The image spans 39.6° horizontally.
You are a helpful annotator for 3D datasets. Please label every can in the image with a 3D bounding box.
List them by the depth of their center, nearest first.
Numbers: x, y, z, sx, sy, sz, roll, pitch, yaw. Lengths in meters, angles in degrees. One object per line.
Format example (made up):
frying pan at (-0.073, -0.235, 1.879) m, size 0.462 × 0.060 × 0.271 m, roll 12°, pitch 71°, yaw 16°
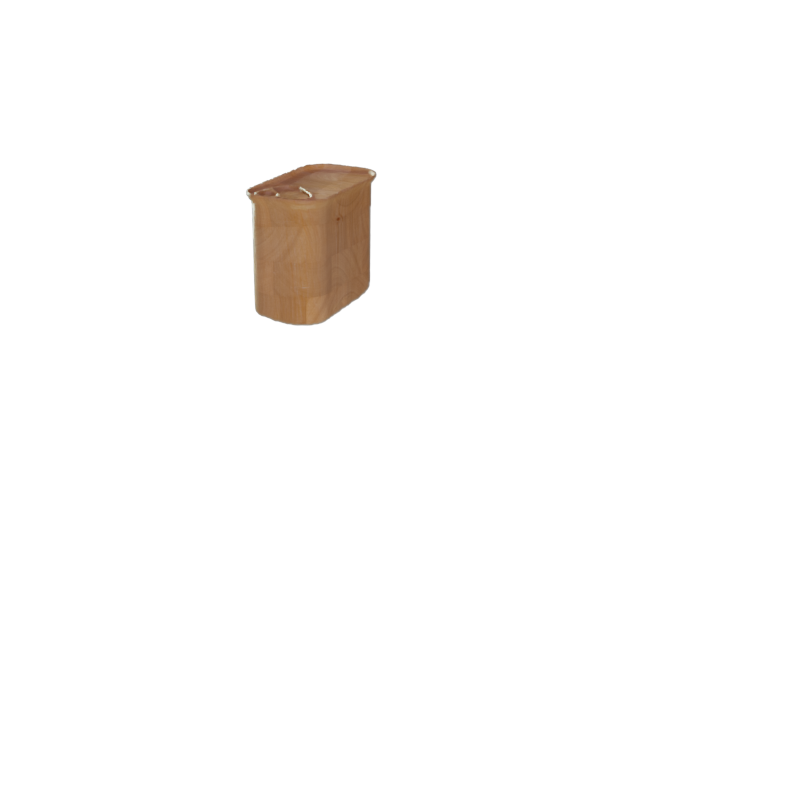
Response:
can at (-0.058, -0.105, 0.735) m, size 0.060 × 0.080 × 0.103 m, roll 9°, pitch 23°, yaw 23°
